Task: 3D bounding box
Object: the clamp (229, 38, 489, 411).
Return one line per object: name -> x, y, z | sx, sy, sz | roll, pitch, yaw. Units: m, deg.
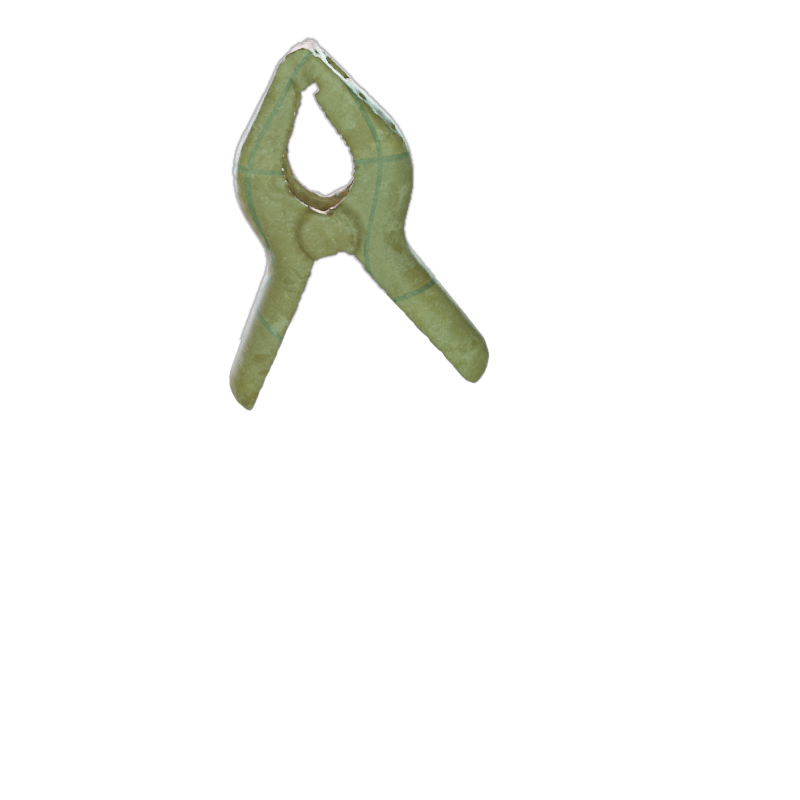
clamp -> -0.039, -0.071, 0.499 | 0.120, 0.165, 0.041 | -18, 14, 4
